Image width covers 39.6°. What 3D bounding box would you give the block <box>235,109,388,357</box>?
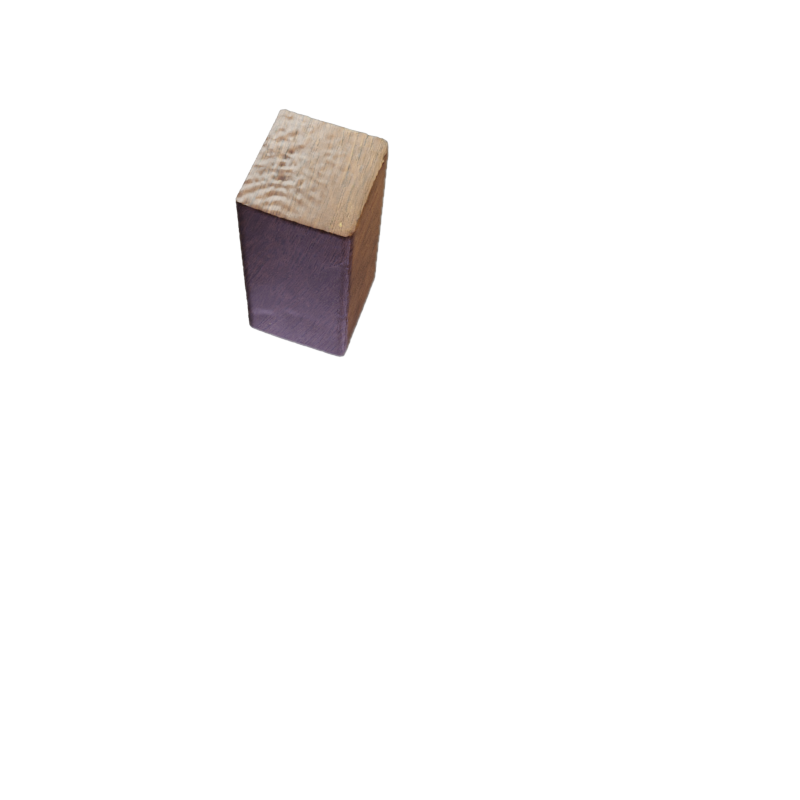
[{"bbox_3d":[-0.069,-0.126,0.887,0.092,0.094,0.195,19,-25,5],"label":"block"}]
